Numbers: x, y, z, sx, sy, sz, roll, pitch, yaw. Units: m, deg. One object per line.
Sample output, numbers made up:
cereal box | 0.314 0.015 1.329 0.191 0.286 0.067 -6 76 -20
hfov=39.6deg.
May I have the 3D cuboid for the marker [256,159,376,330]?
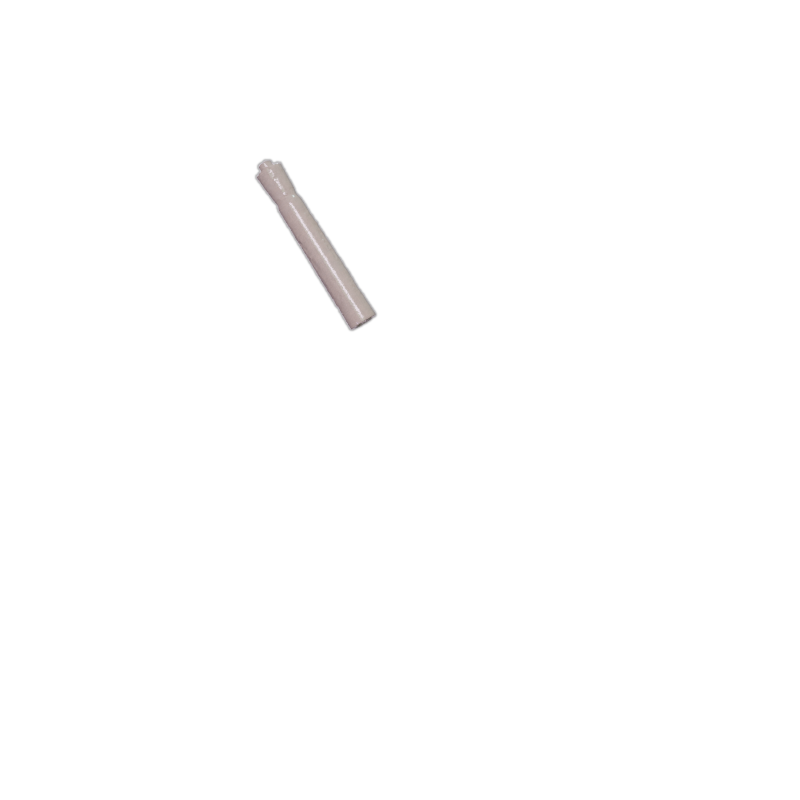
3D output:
marker | -0.055 -0.099 0.697 0.020 0.125 0.019 -31 -11 -6
